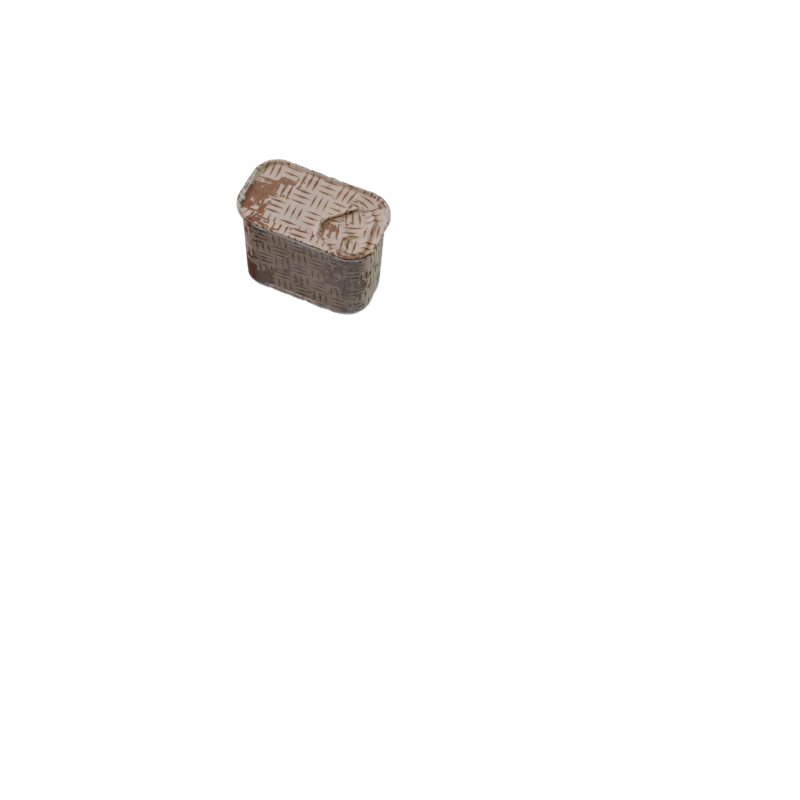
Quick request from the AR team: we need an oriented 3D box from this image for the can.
[{"bbox_3d":[-0.061,-0.111,0.778,0.105,0.060,0.079,22,-28,11],"label":"can"}]
